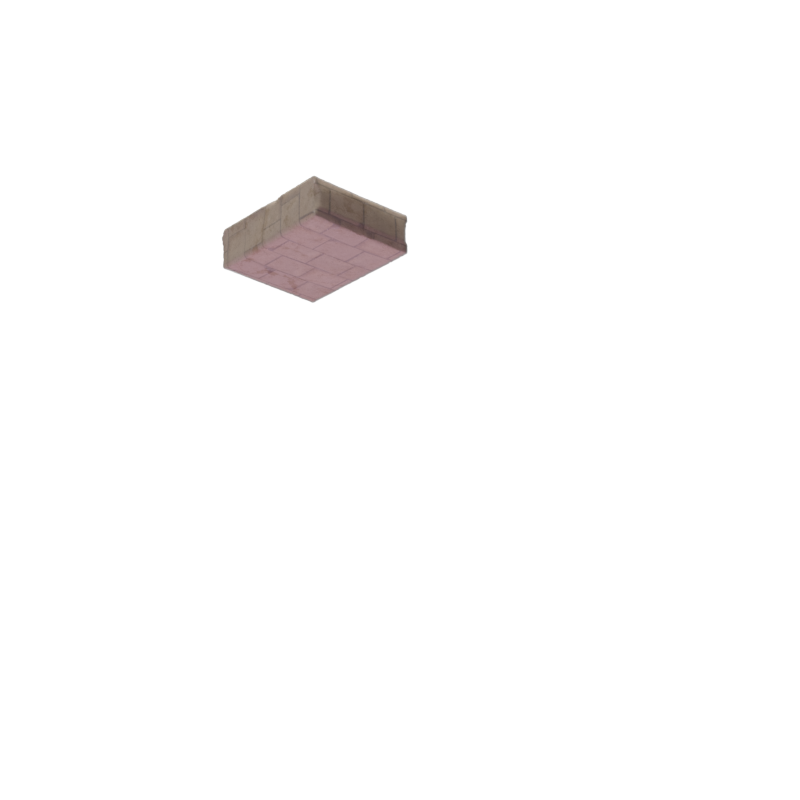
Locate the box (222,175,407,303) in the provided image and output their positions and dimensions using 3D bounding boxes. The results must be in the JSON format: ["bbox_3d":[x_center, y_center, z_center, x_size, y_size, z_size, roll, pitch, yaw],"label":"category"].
[{"bbox_3d":[-0.052,-0.094,0.661,0.069,0.032,0.090,19,-28,-39],"label":"box"}]
